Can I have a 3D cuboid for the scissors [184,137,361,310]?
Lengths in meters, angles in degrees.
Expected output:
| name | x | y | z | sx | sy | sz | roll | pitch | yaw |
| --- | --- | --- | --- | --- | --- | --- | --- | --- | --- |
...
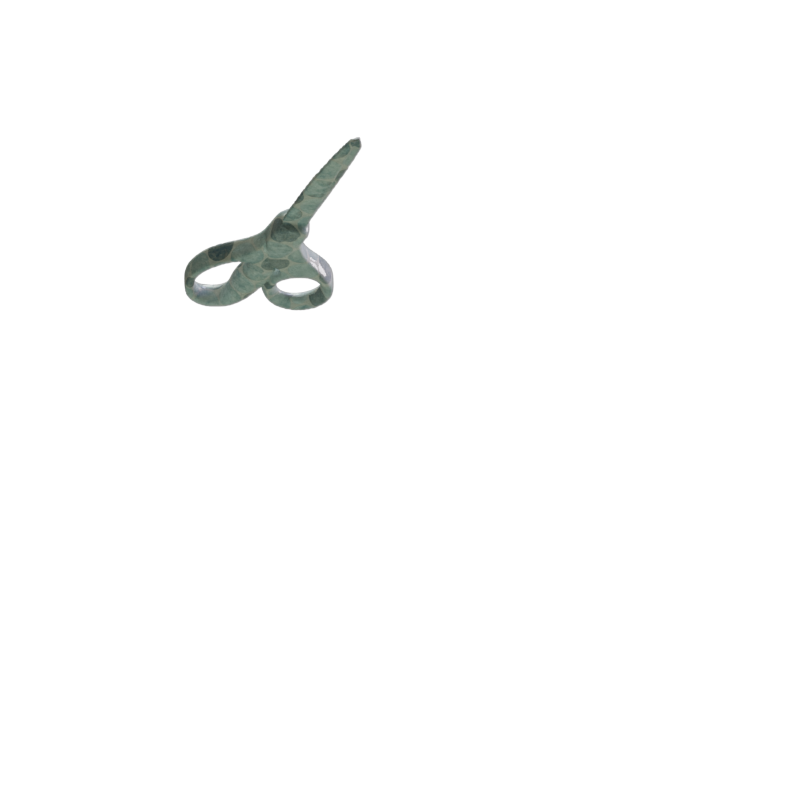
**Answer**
| name | x | y | z | sx | sy | sz | roll | pitch | yaw |
| --- | --- | --- | --- | --- | --- | --- | --- | --- | --- |
| scissors | -0.047 | -0.086 | 0.605 | 0.091 | 0.017 | 0.202 | 14 | -23 | -36 |
